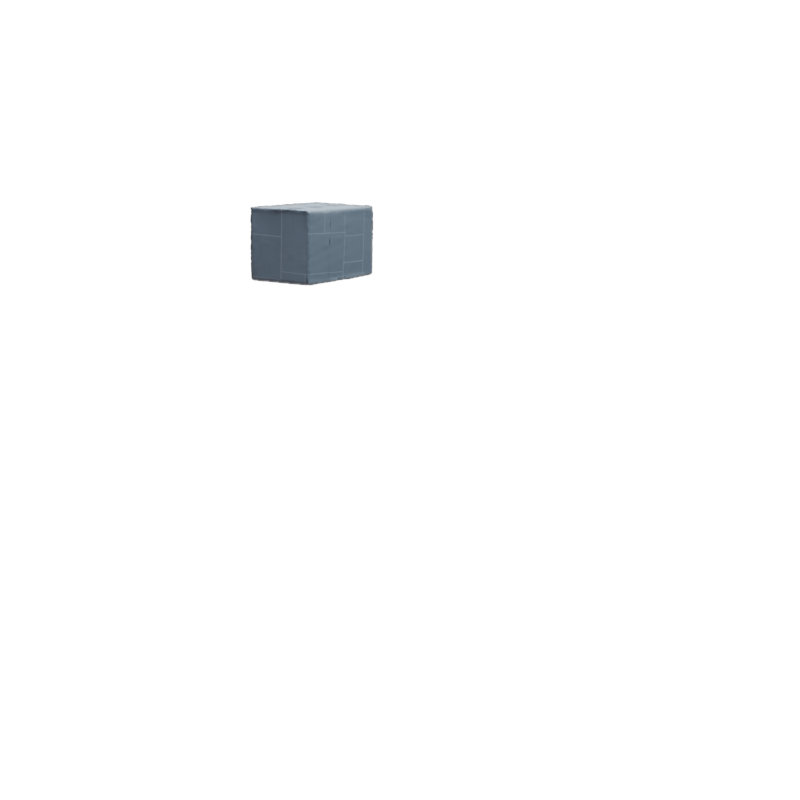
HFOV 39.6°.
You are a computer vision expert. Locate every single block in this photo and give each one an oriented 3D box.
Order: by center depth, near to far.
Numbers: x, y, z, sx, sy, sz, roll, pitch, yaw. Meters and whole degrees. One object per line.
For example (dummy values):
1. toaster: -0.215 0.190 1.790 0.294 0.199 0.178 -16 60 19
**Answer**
1. block: -0.061 -0.111 0.778 0.055 0.050 0.076 6 12 33
